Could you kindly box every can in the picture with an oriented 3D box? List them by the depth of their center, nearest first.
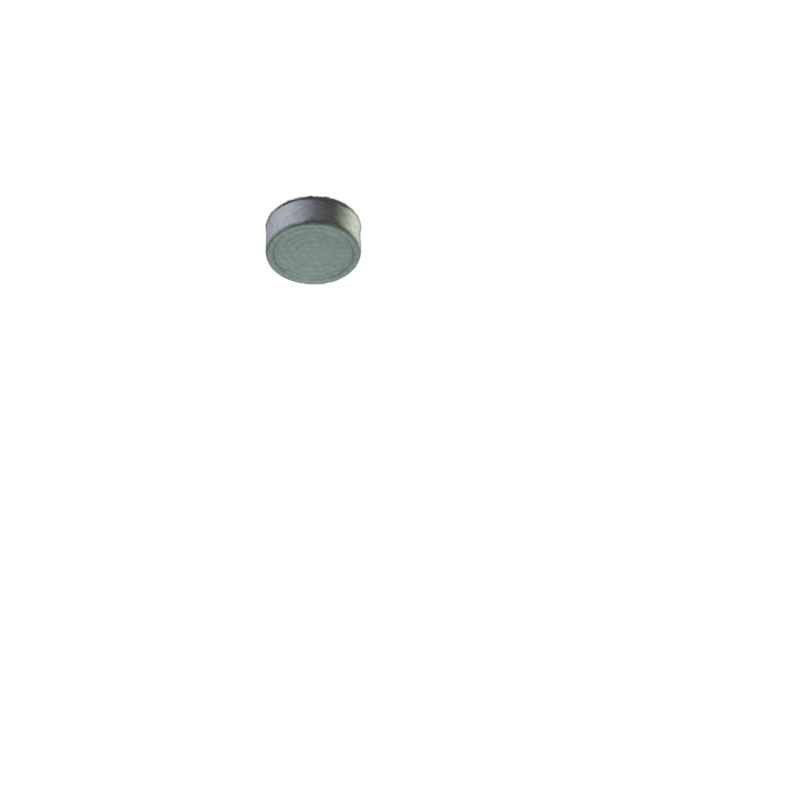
[{"bbox_3d":[-0.077,-0.140,0.981,0.086,0.036,0.080,1,-36,-2],"label":"can"}]
